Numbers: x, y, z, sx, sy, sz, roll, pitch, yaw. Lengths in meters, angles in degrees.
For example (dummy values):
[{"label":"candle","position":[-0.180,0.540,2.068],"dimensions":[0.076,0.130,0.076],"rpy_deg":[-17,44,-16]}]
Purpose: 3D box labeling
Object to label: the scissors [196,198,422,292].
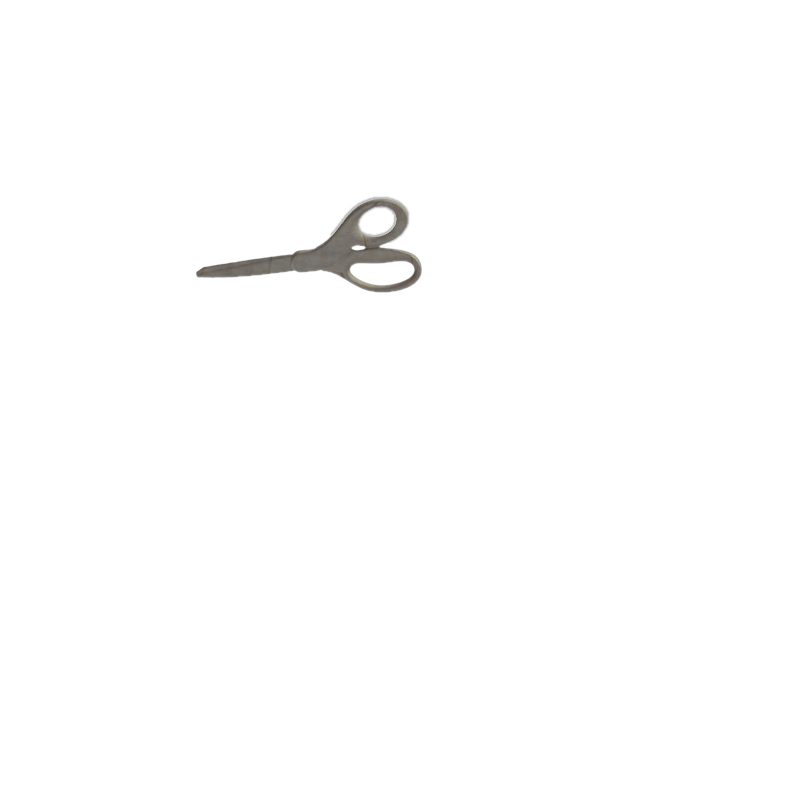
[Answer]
[{"label":"scissors","position":[-0.078,-0.142,0.994],"dimensions":[0.201,0.093,0.016],"rpy_deg":[8,18,-3]}]
